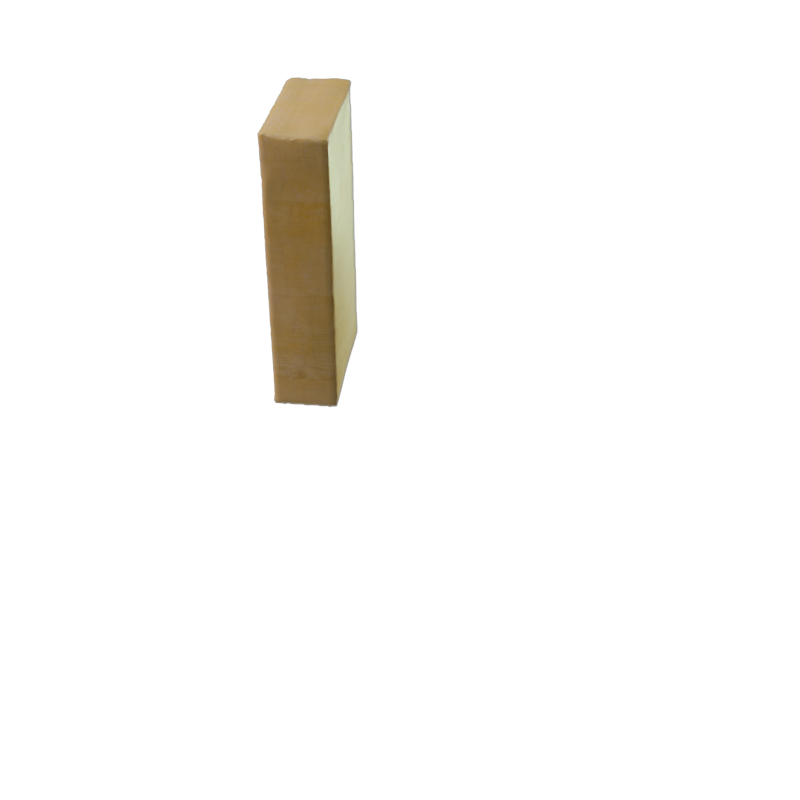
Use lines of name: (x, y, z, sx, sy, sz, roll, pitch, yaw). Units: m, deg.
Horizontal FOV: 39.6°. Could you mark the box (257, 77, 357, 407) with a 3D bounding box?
box: (-0.052, -0.095, 0.664, 0.048, 0.166, 0.098, 5, 32, 4)
